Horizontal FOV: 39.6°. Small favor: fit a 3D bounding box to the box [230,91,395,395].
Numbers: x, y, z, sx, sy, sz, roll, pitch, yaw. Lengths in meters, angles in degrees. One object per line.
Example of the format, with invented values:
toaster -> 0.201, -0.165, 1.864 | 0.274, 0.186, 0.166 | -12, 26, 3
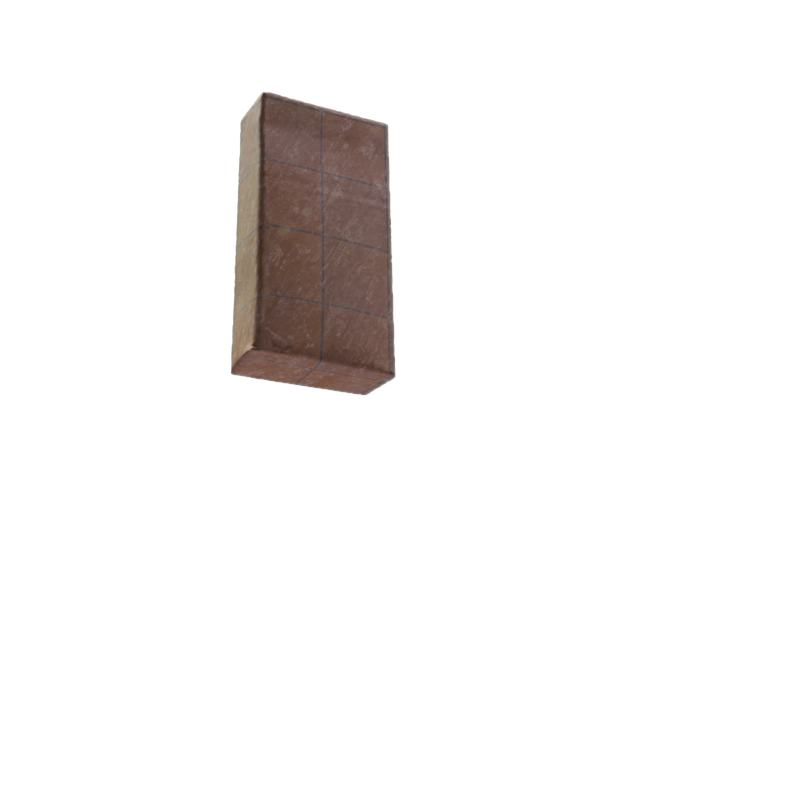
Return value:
box -> -0.054, -0.098, 0.687 | 0.090, 0.187, 0.047 | 11, -29, -24
